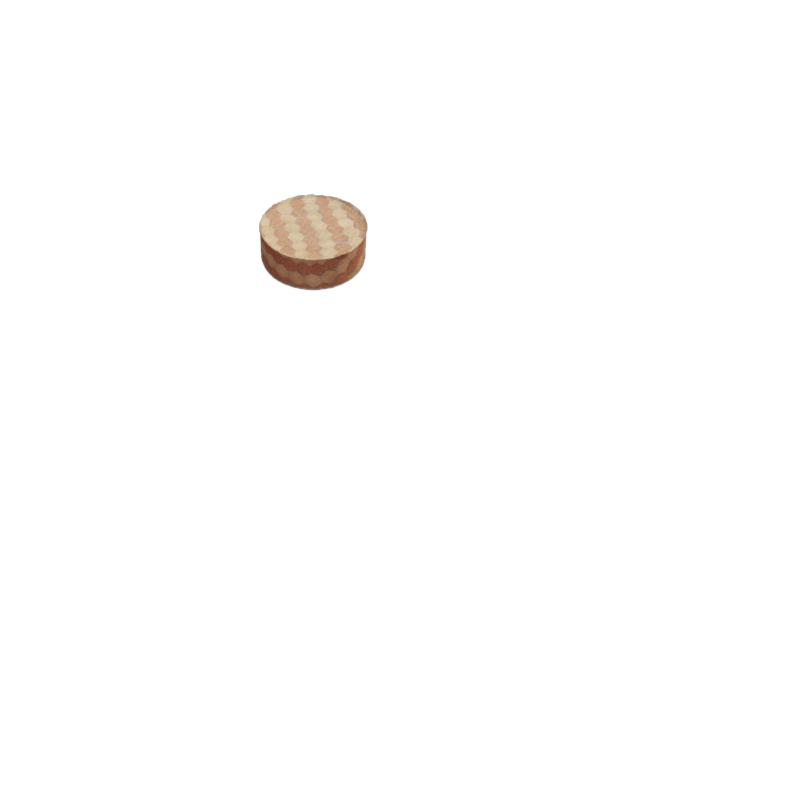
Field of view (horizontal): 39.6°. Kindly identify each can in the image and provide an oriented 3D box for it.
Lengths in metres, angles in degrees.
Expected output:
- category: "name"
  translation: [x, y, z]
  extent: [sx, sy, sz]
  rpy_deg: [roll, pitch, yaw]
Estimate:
- category: "can"
  translation: [-0.069, -0.126, 0.885]
  extent: [0.086, 0.031, 0.092]
  rpy_deg: [-1, 42, -2]
